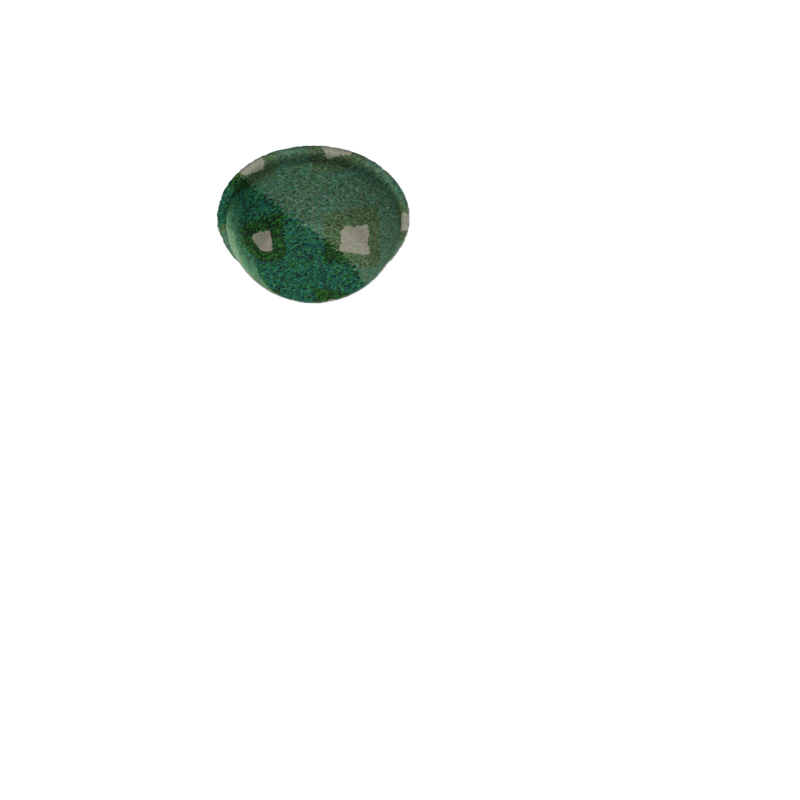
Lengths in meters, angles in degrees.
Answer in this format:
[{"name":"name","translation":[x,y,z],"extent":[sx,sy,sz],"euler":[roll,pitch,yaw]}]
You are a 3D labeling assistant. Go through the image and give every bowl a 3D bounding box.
[{"name":"bowl","translation":[-0.071,-0.130,0.911],"extent":[0.162,0.059,0.151],"euler":[1,-43,-1]}]
